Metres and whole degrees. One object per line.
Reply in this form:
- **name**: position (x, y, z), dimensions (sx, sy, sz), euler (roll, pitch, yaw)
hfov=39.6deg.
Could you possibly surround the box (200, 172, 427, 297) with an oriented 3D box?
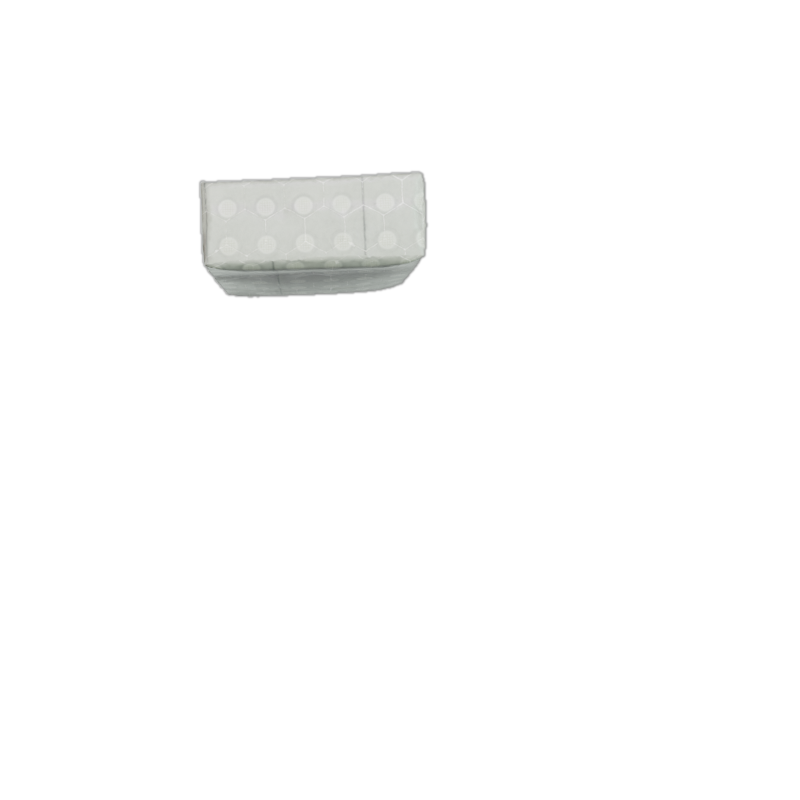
- **box**: position (-0.070, -0.128, 0.899), dimensions (0.164, 0.073, 0.212), euler (-3, 0, -3)
